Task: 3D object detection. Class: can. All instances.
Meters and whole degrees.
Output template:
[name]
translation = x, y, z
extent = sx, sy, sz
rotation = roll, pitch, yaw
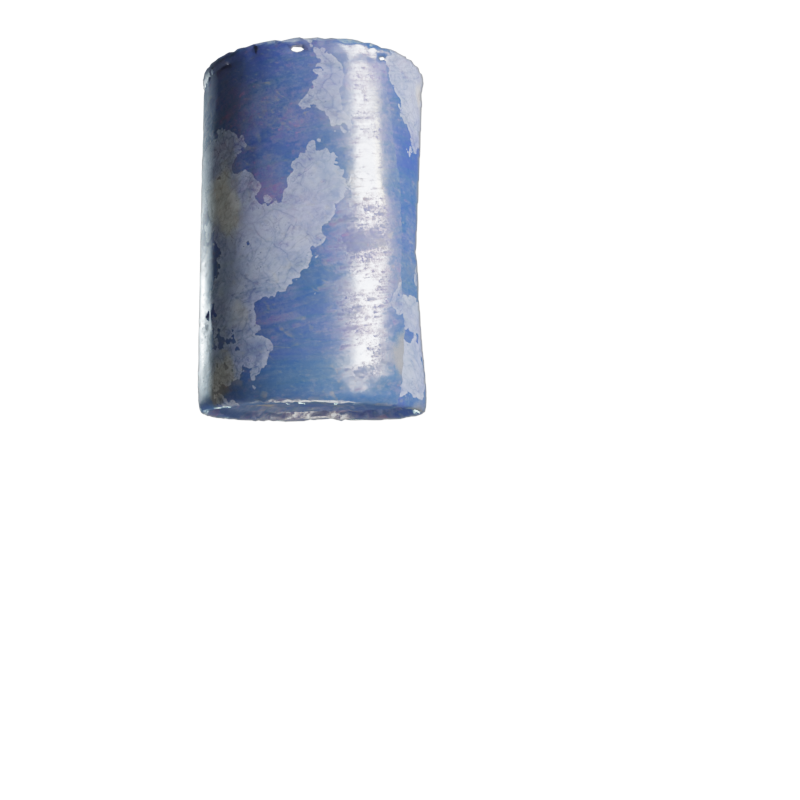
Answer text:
[can]
translation = -0.026, -0.047, 0.331
extent = 0.068, 0.105, 0.067
rotation = 0, -11, -2
